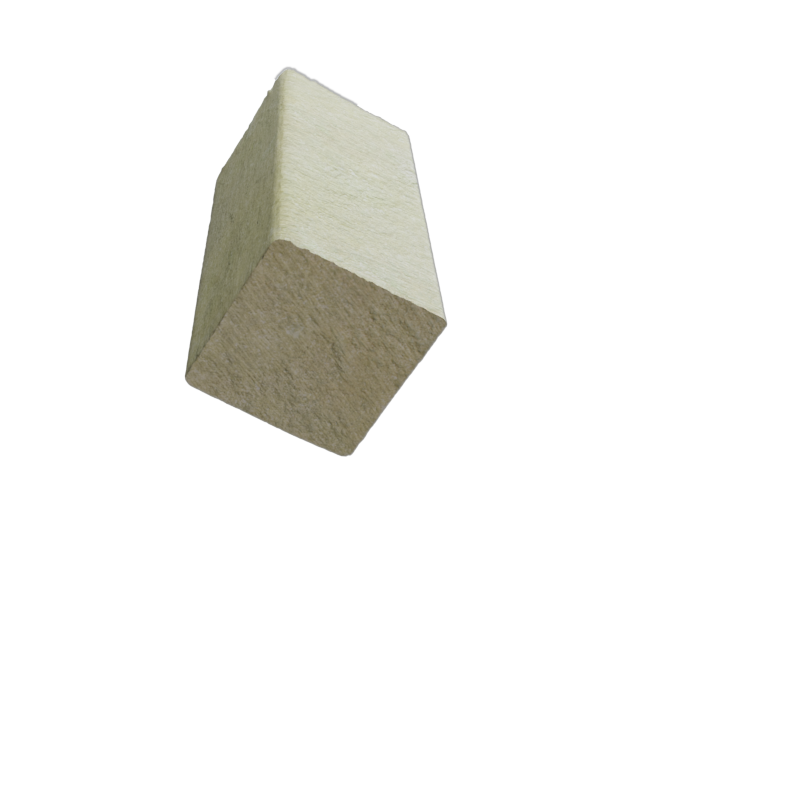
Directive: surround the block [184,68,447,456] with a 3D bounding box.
[{"bbox_3d":[-0.046,-0.083,0.581,0.087,0.088,0.220,25,29,-20],"label":"block"}]
